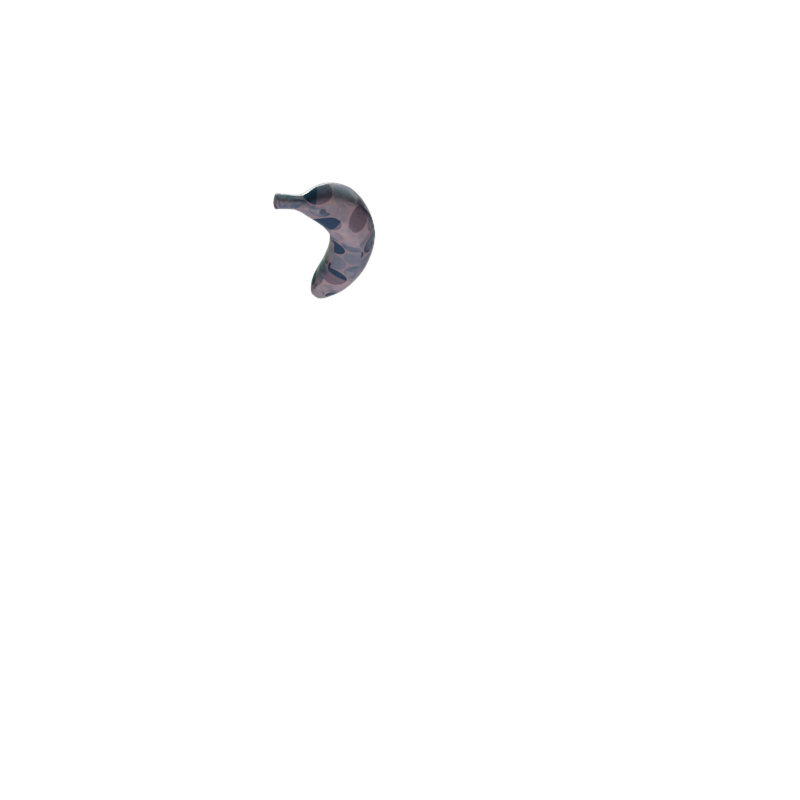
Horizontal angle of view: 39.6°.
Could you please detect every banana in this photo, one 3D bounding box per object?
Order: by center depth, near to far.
[{"bbox_3d":[-0.054,-0.134,0.921,0.070,0.039,0.186,-2,-20,5],"label":"banana"}]
